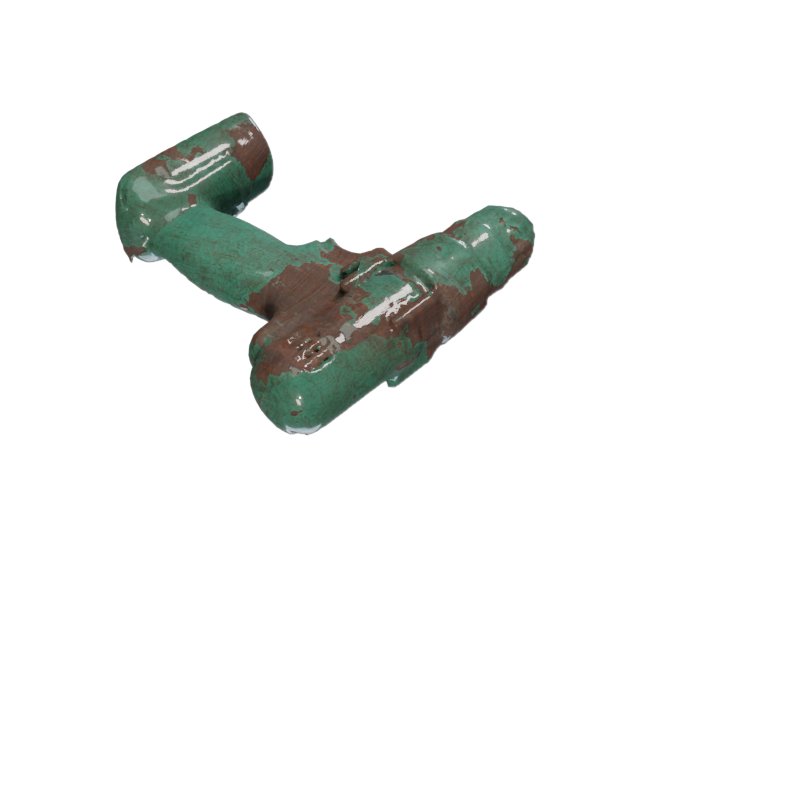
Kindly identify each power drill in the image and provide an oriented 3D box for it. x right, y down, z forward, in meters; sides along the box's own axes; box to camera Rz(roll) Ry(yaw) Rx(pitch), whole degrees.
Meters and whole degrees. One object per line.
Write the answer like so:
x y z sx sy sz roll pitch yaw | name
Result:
-0.046 -0.085 0.592 0.200 0.053 0.185 35 54 30 | power drill
